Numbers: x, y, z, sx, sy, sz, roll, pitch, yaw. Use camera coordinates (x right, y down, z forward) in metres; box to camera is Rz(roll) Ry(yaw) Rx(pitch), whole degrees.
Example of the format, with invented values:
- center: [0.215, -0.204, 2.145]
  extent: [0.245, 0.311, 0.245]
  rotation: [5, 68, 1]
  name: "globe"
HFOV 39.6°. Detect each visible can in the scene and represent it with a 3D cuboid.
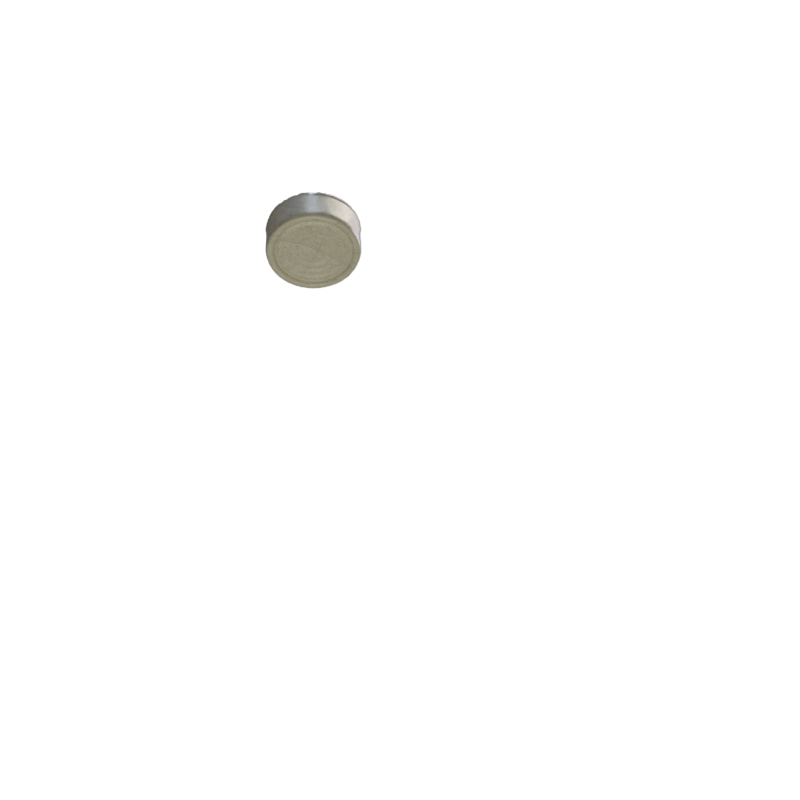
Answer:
- center: [-0.077, -0.141, 0.984]
  extent: [0.086, 0.080, 0.036]
  rotation: [1, 42, -1]
  name: "can"
